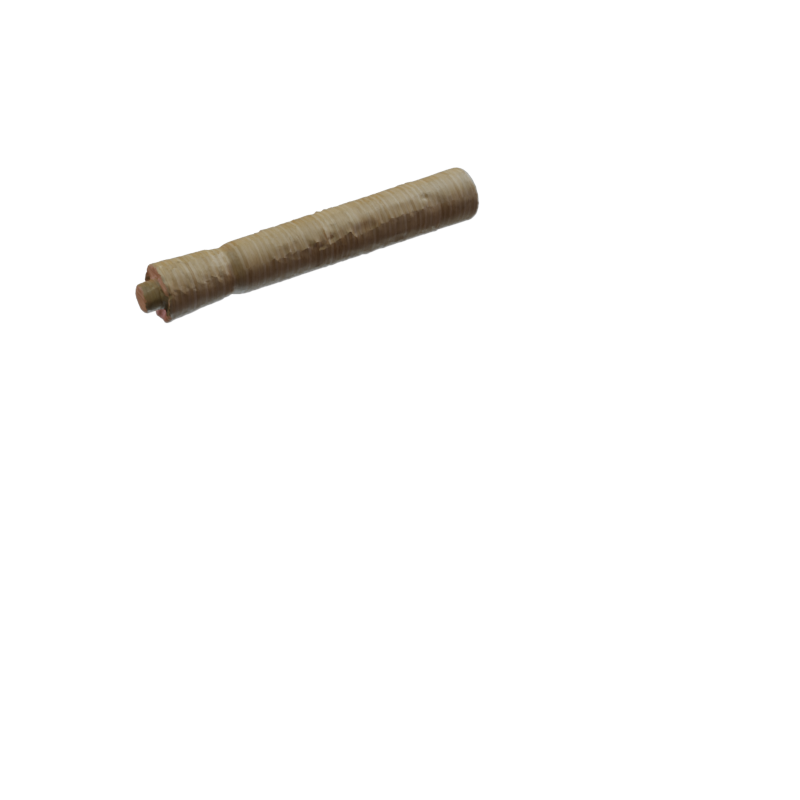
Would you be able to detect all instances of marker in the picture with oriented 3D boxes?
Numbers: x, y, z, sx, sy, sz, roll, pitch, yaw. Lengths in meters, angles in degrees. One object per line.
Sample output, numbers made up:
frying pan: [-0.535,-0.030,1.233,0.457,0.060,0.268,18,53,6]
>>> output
marker: [-0.028,-0.051,0.358,0.120,0.019,0.020,-22,14,-25]
